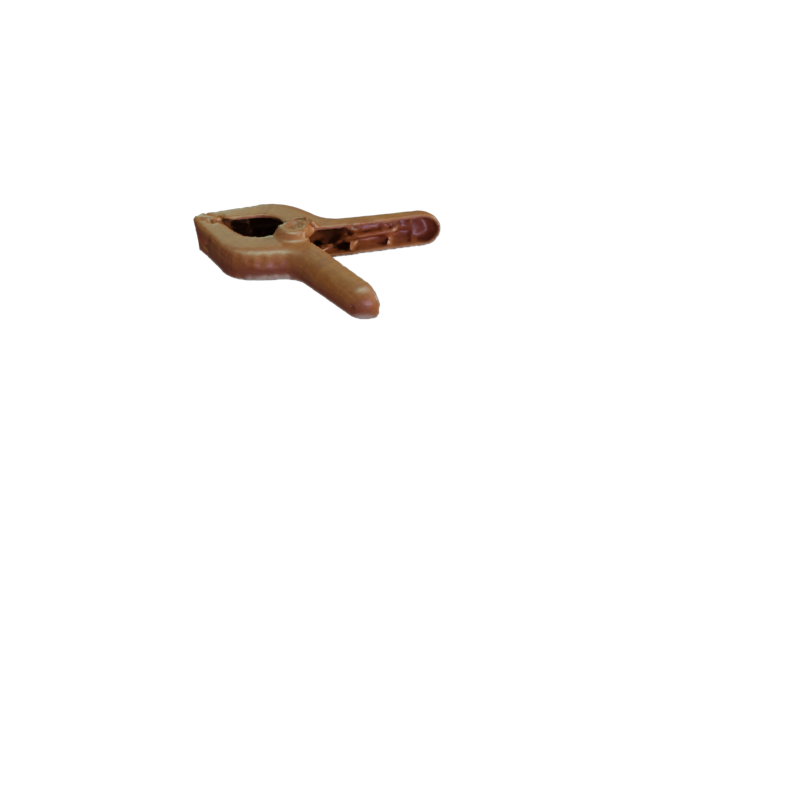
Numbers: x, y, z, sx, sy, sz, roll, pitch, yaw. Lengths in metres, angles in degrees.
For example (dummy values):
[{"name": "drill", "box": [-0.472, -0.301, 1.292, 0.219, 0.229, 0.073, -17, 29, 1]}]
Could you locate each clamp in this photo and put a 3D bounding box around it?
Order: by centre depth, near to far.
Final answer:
[{"name": "clamp", "box": [-0.060, -0.110, 0.769, 0.180, 0.037, 0.121, 19, 36, 28]}]
